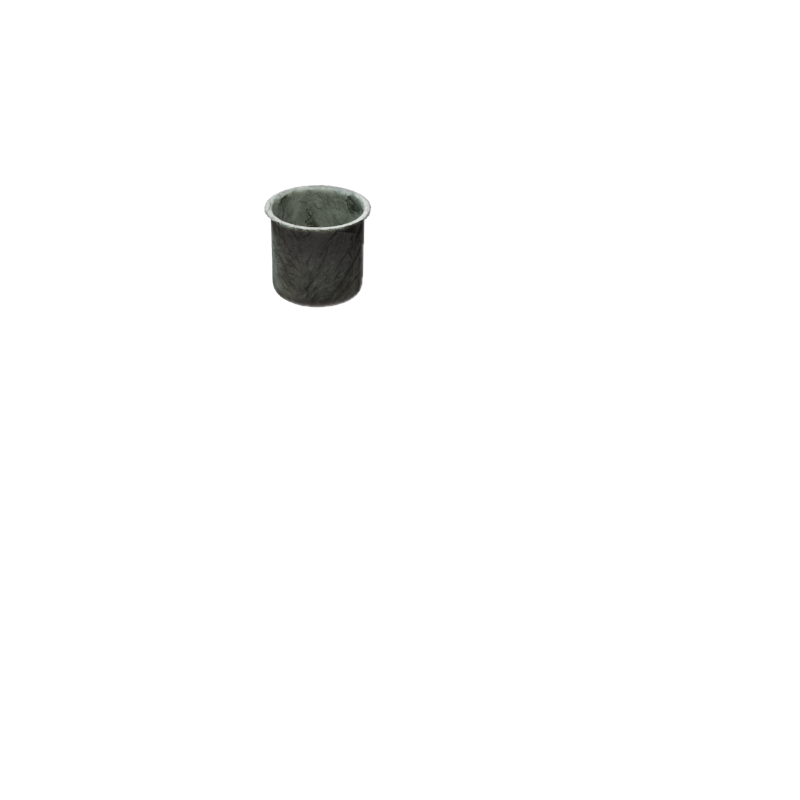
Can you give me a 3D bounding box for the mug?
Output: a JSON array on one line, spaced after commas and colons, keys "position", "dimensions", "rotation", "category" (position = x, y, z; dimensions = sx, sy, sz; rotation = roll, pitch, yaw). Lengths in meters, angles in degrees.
[{"position": [-0.078, -0.142, 0.992], "dimensions": [0.092, 0.077, 0.126], "rotation": [-11, 33, -18], "category": "mug"}]
